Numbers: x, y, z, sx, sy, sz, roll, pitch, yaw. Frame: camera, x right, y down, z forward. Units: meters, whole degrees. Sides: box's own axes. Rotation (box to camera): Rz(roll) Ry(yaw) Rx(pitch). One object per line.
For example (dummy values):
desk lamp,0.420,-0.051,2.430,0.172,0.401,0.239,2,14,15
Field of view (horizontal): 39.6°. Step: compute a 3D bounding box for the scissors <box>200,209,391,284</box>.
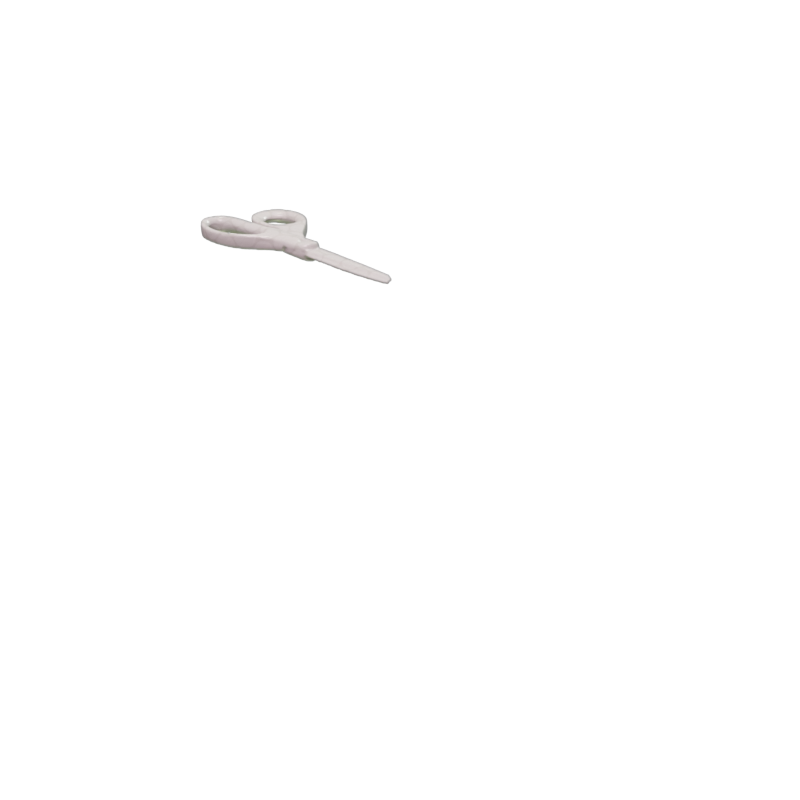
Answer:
scissors,-0.069,-0.126,0.880,0.212,0.015,0.096,16,29,32
